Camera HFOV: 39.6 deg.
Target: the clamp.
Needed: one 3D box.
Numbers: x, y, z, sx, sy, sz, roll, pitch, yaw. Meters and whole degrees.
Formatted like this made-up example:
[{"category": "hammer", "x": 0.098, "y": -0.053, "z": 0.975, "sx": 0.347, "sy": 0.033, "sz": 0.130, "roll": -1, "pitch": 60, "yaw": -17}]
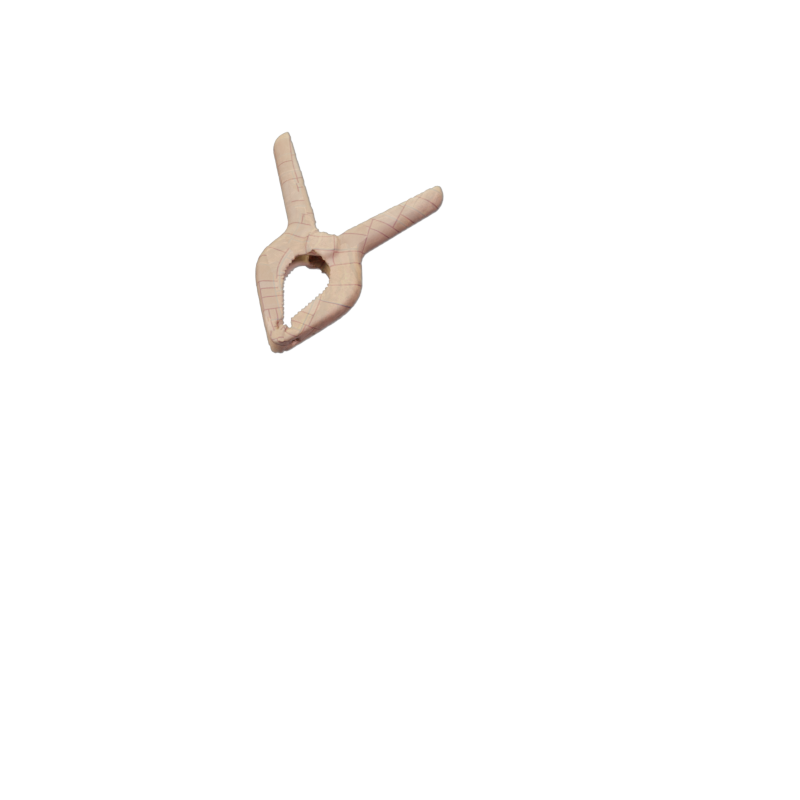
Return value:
[{"category": "clamp", "x": -0.077, "y": -0.141, "z": 0.985, "sx": 0.169, "sy": 0.216, "sz": 0.034, "roll": 25, "pitch": -24, "yaw": 12}]
